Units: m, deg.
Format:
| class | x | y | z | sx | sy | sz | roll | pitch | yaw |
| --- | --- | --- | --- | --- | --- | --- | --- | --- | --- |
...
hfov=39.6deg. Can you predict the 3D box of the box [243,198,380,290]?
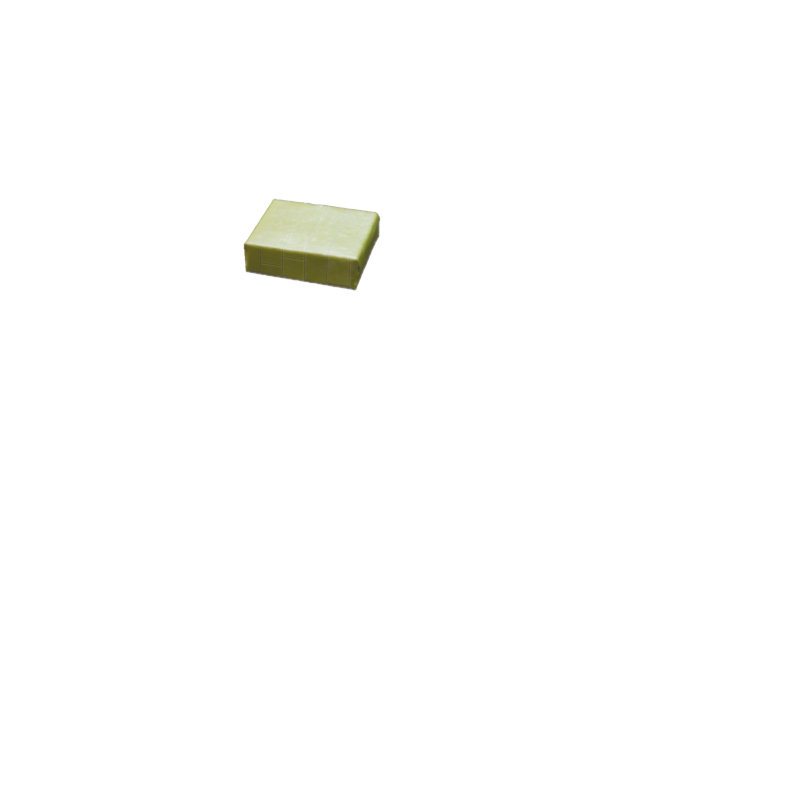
| class | x | y | z | sx | sy | sz | roll | pitch | yaw |
| --- | --- | --- | --- | --- | --- | --- | --- | --- | --- |
| box | -0.066 | -0.121 | 0.848 | 0.091 | 0.028 | 0.076 | 9 | 37 | 11 |
